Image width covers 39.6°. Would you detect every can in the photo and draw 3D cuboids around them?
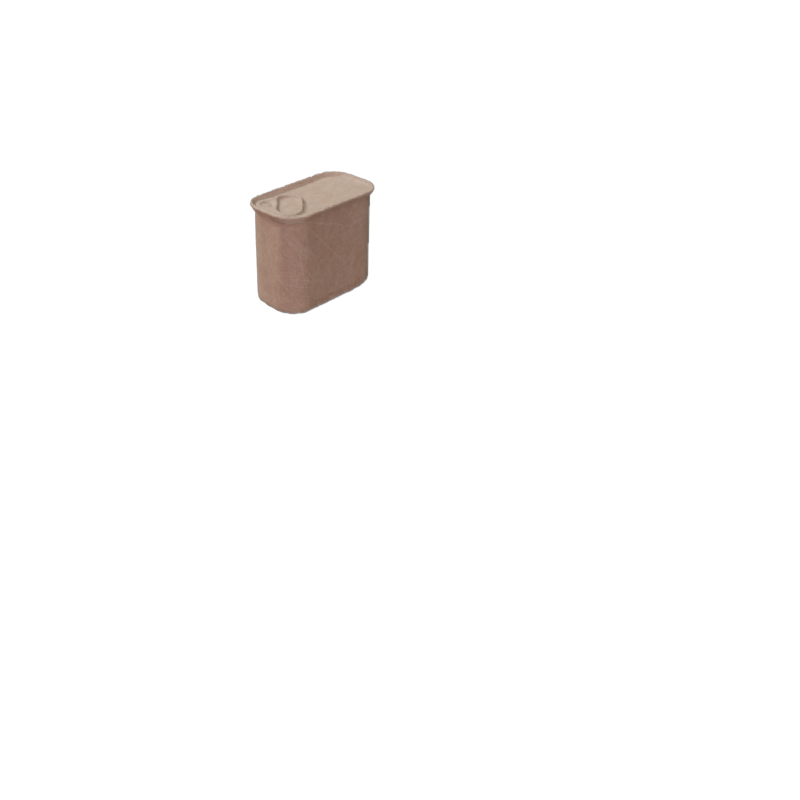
[{"bbox_3d":[-0.069,-0.125,0.879,0.061,0.079,0.101,24,36,36],"label":"can"}]
